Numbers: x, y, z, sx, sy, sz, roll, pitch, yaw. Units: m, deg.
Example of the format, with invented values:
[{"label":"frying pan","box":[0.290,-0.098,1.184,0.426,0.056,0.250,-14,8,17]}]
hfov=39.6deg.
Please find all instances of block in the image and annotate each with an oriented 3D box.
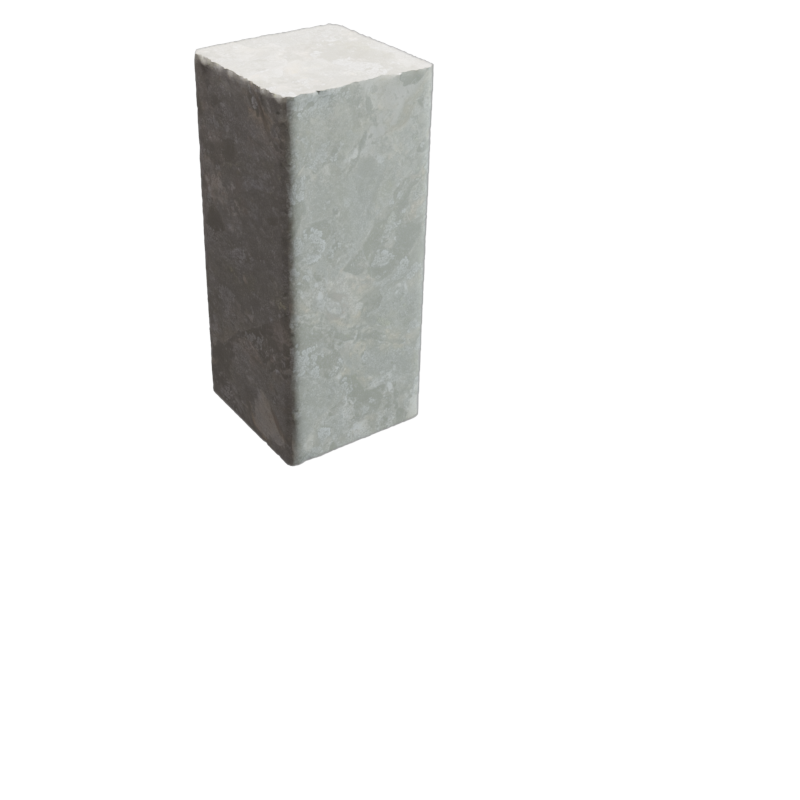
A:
[{"label":"block","box":[-0.047,-0.084,0.592,0.089,0.194,0.097,-18,35,-31]}]
